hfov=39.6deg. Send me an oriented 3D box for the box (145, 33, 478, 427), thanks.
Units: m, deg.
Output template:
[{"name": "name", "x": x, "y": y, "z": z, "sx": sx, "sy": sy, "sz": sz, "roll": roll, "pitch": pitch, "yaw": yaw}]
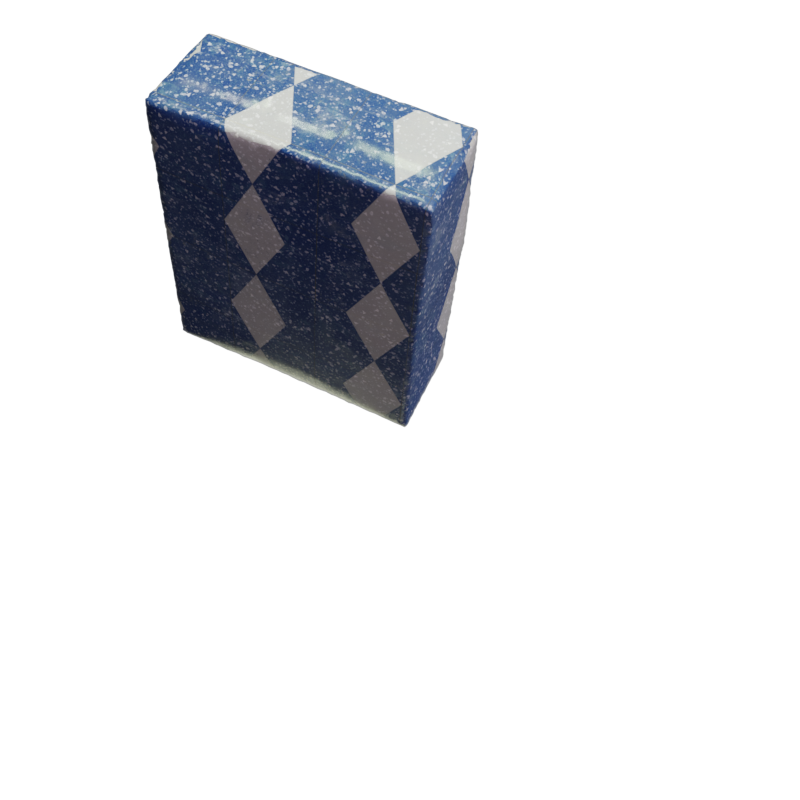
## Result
[{"name": "box", "x": -0.050, "y": -0.092, "z": 0.643, "sx": 0.170, "sy": 0.074, "sz": 0.200, "roll": 24, "pitch": -32, "yaw": 14}]
